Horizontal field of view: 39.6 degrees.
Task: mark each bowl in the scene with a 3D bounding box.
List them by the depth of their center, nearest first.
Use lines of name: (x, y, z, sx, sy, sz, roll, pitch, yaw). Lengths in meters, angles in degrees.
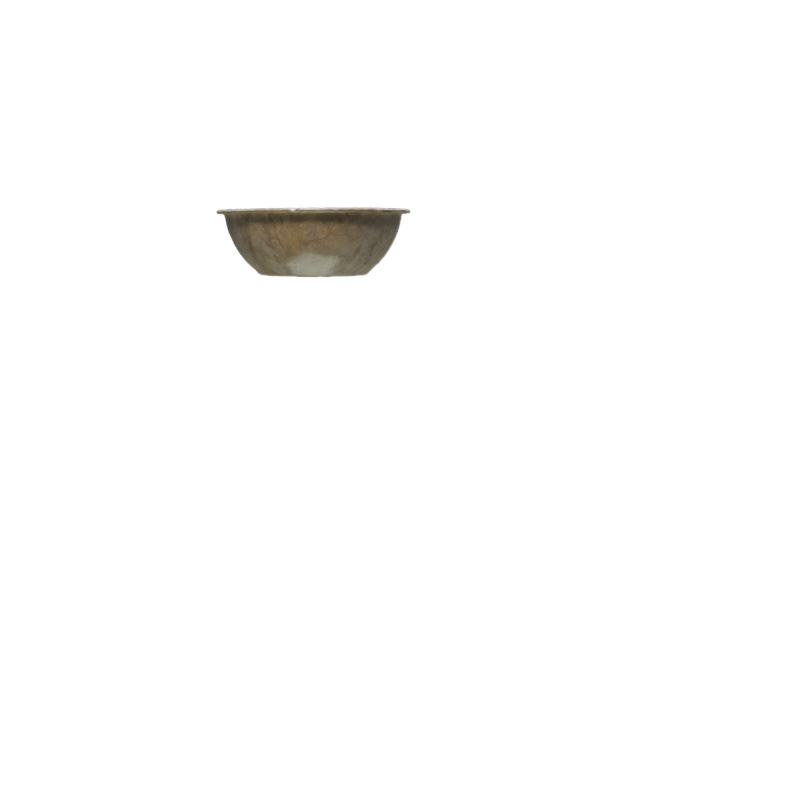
bowl: (-0.072, -0.132, 0.923, 0.162, 0.054, 0.164, 0, 8, -2)
